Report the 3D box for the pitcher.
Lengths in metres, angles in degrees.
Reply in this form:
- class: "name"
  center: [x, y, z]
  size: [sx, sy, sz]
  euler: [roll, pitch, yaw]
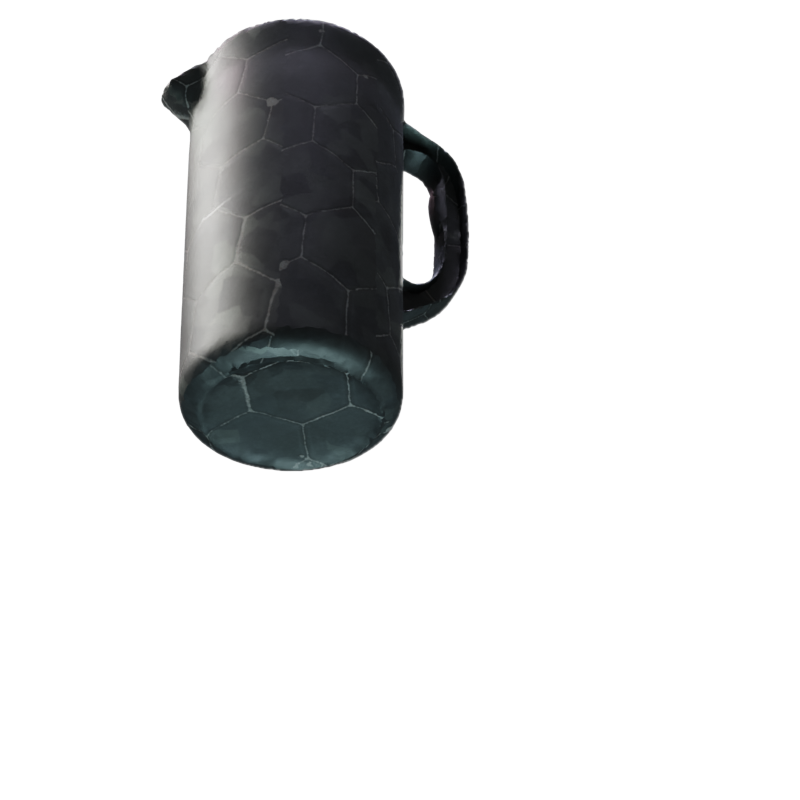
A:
- class: "pitcher"
  center: [-0.048, -0.087, 0.610]
  size: [0.150, 0.261, 0.134]
  euler: [-17, -43, 16]
